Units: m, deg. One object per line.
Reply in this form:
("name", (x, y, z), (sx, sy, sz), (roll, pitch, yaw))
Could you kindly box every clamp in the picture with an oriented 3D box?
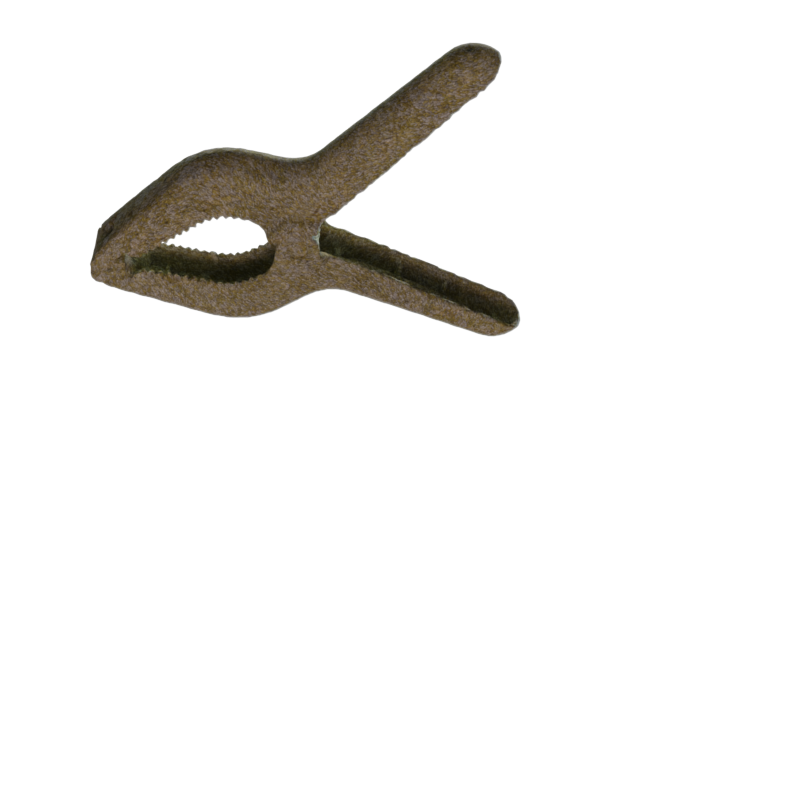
("clamp", (-0.042, -0.076, 0.534), (0.211, 0.152, 0.039), (-11, 41, 10))
